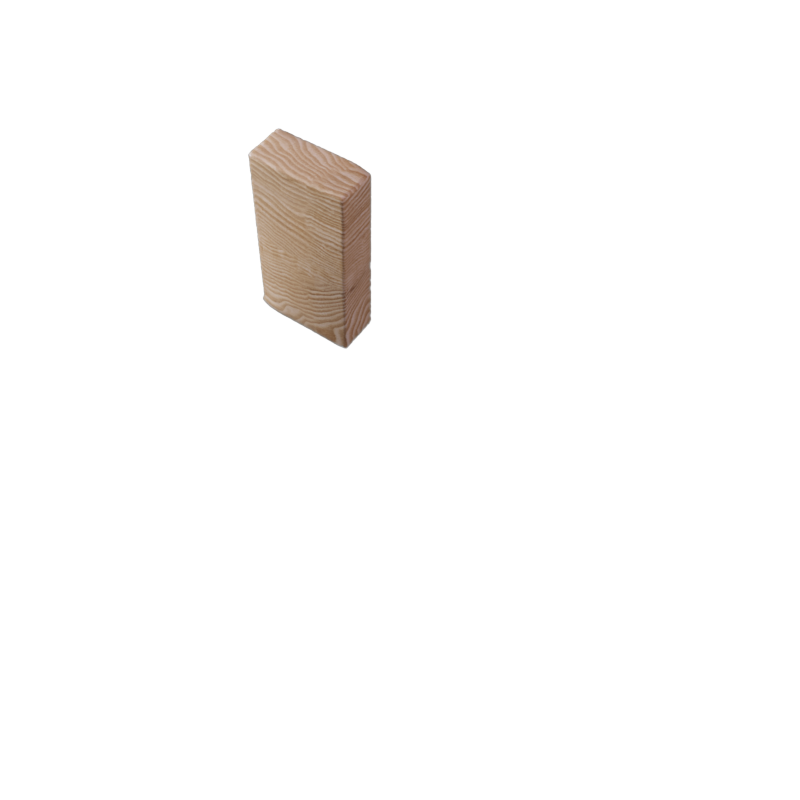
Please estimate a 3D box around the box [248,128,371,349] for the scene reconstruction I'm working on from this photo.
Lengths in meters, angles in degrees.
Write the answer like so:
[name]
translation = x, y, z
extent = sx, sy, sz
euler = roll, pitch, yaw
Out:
[box]
translation = -0.070, -0.128, 0.899
extent = 0.098, 0.164, 0.049
euler = 30, 54, 21
